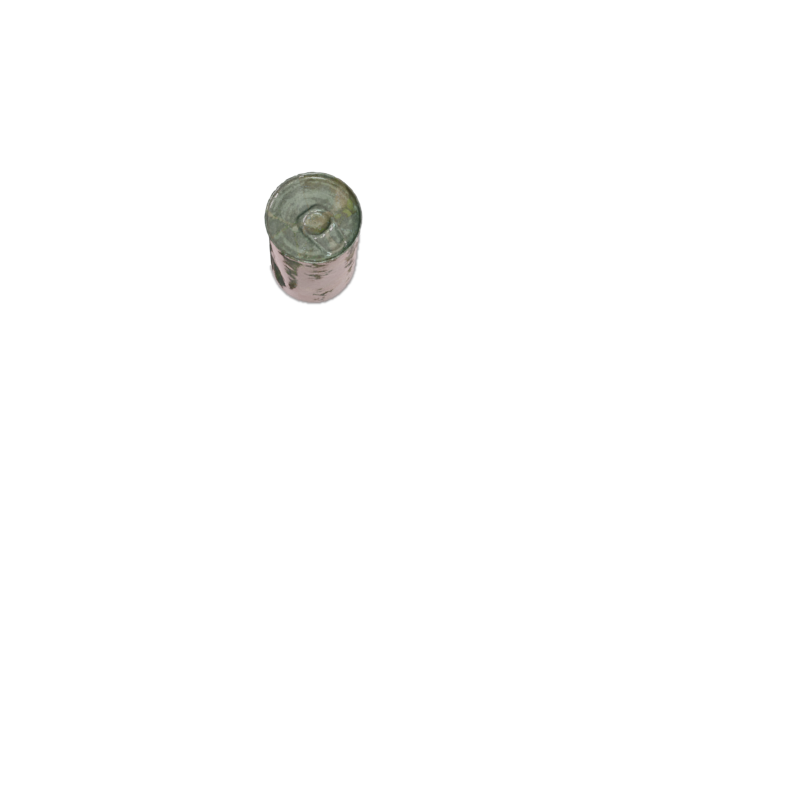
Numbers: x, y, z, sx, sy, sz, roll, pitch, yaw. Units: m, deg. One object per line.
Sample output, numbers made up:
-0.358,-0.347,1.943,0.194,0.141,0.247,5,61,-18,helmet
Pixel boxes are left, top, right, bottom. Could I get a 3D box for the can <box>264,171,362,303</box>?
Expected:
-0.064,-0.116,0.814,0.068,0.071,0.098,0,-15,-3,can
